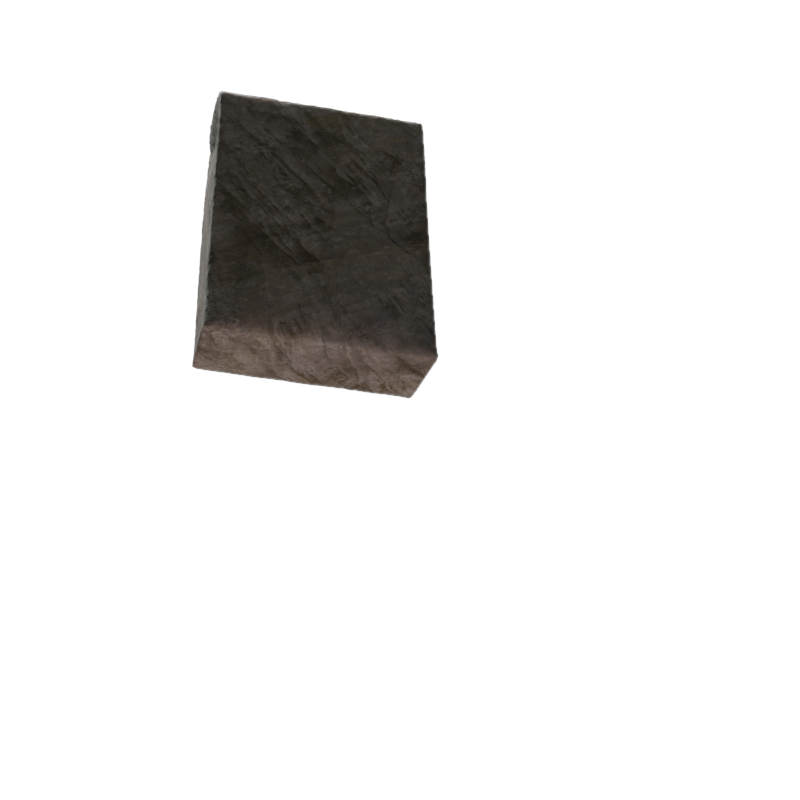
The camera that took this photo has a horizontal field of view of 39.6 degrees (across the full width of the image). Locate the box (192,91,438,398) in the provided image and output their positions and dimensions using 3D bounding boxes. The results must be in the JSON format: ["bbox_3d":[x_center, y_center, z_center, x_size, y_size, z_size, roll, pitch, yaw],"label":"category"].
[{"bbox_3d":[-0.064,-0.117,0.820,0.161,0.229,0.068,6,-35,-13],"label":"box"}]
